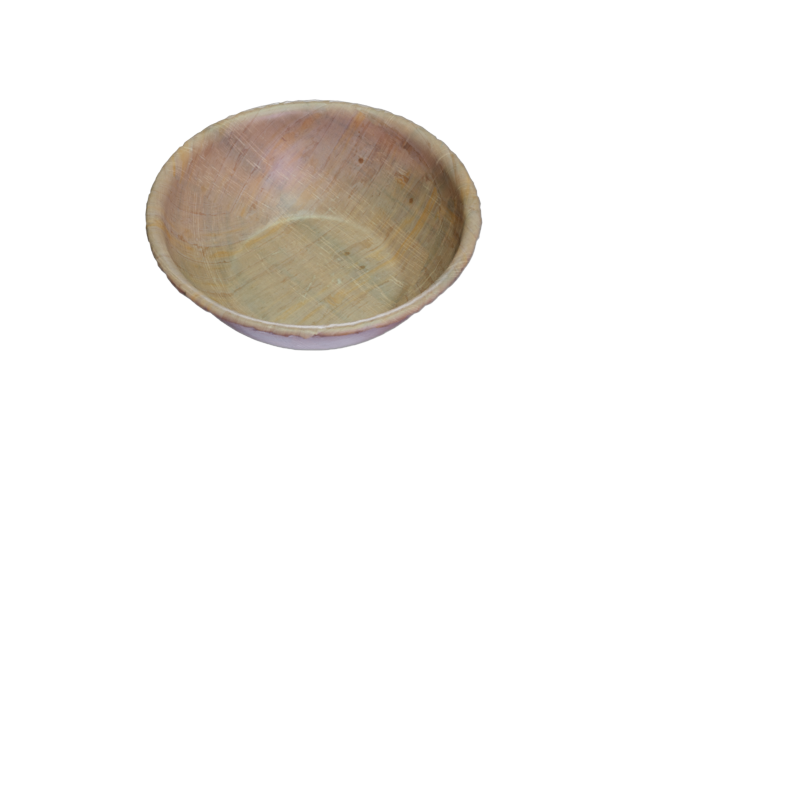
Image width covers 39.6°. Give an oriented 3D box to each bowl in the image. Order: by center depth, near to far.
[{"bbox_3d":[-0.043,-0.079,0.552,0.162,0.174,0.051,-1,-40,-1],"label":"bowl"}]
